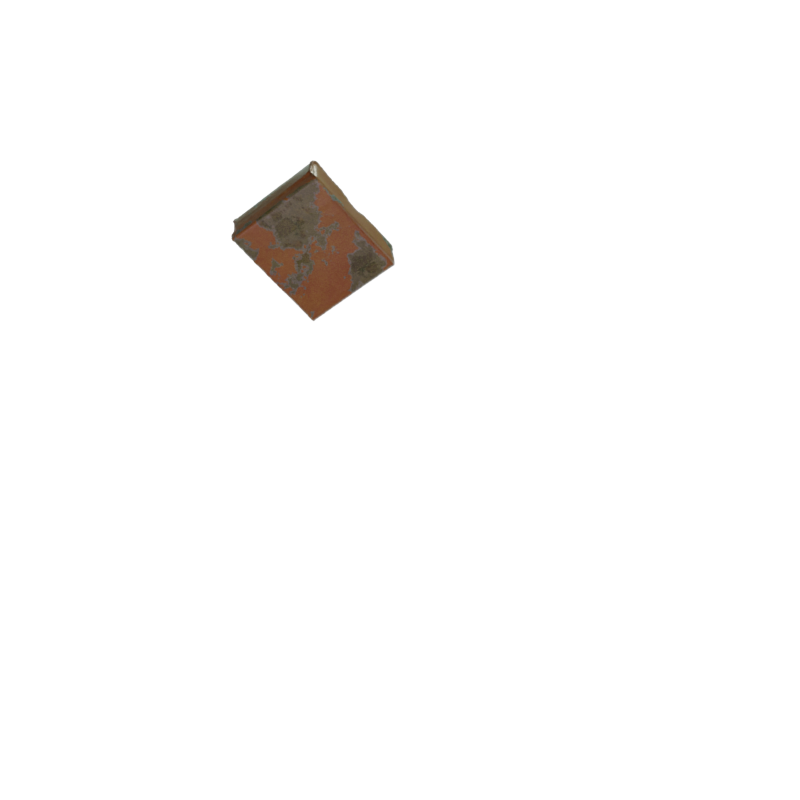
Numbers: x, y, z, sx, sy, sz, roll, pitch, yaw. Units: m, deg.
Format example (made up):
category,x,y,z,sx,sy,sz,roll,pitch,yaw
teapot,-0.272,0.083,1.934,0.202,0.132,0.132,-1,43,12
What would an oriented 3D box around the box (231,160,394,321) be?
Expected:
category,x,y,z,sx,sy,sz,roll,pitch,yaw
box,-0.059,-0.108,0.754,0.073,0.084,0.032,-35,25,18
